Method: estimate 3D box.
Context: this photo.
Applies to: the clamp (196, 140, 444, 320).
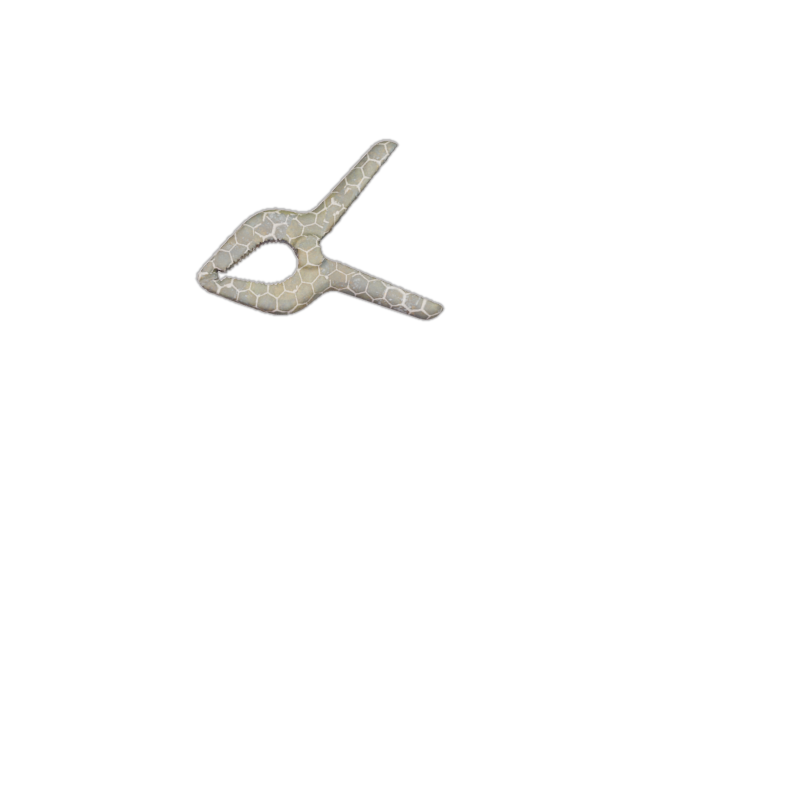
[{"bbox_3d":[-0.077,-0.140,0.980,0.209,0.169,0.035,-8,-10,-2],"label":"clamp"}]
